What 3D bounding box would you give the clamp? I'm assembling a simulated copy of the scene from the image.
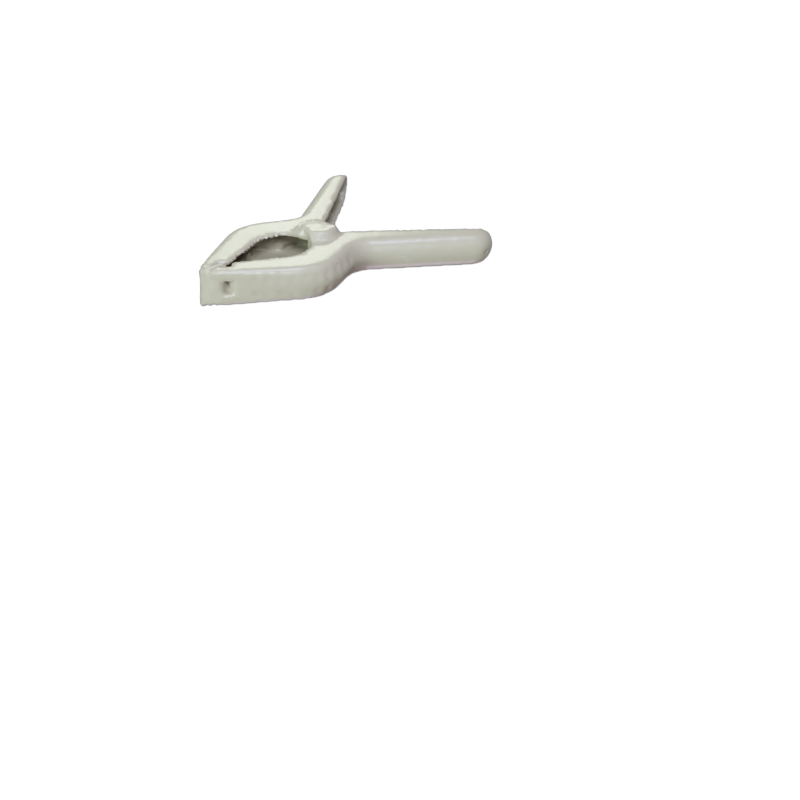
[{"bbox_3d":[-0.063,-0.114,0.801,0.207,0.034,0.176,-20,35,-32],"label":"clamp"}]
